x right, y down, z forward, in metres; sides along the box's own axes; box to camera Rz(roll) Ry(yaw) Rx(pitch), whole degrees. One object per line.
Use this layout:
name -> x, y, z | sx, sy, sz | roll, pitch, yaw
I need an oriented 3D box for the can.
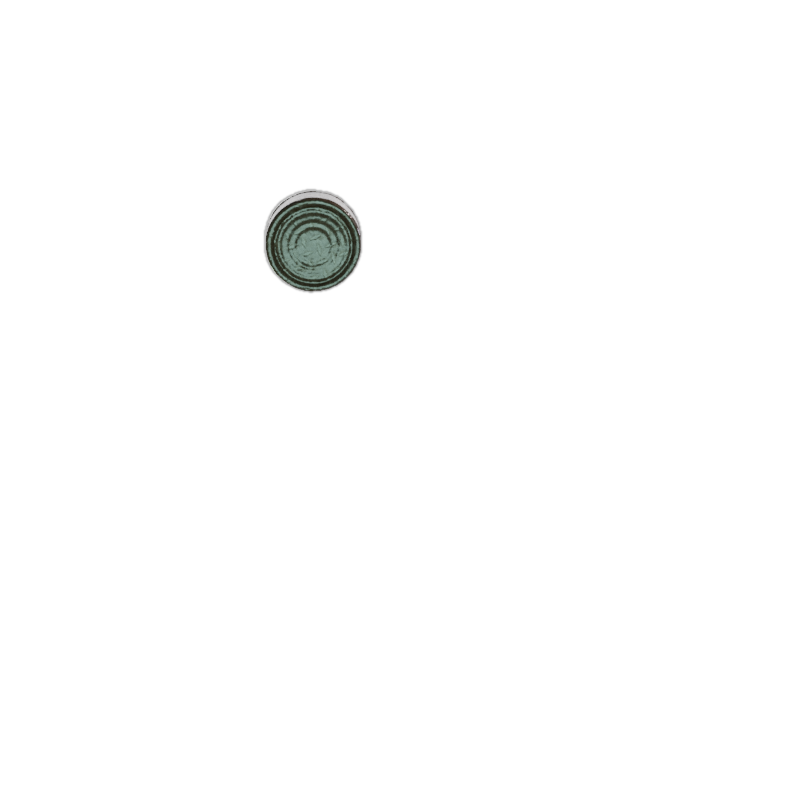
can -> -0.076, -0.139, 0.975 | 0.086, 0.083, 0.035 | 0, 15, -1
